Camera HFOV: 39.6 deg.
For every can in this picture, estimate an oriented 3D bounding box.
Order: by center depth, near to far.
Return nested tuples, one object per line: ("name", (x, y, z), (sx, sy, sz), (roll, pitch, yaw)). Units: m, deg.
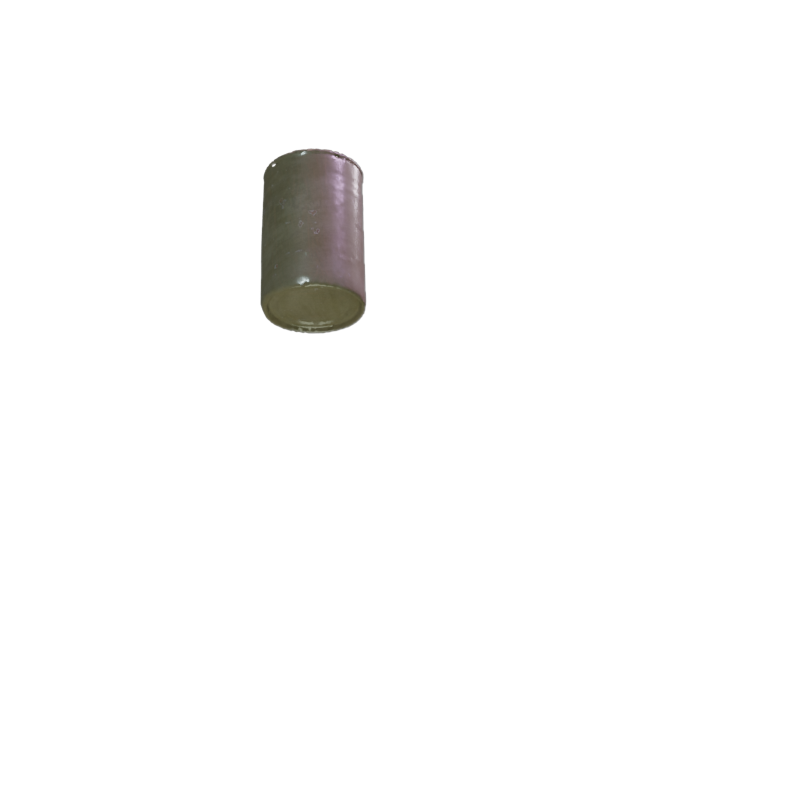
("can", (-0.057, -0.103, 0.722), (0.068, 0.109, 0.064), (0, -29, -2))
